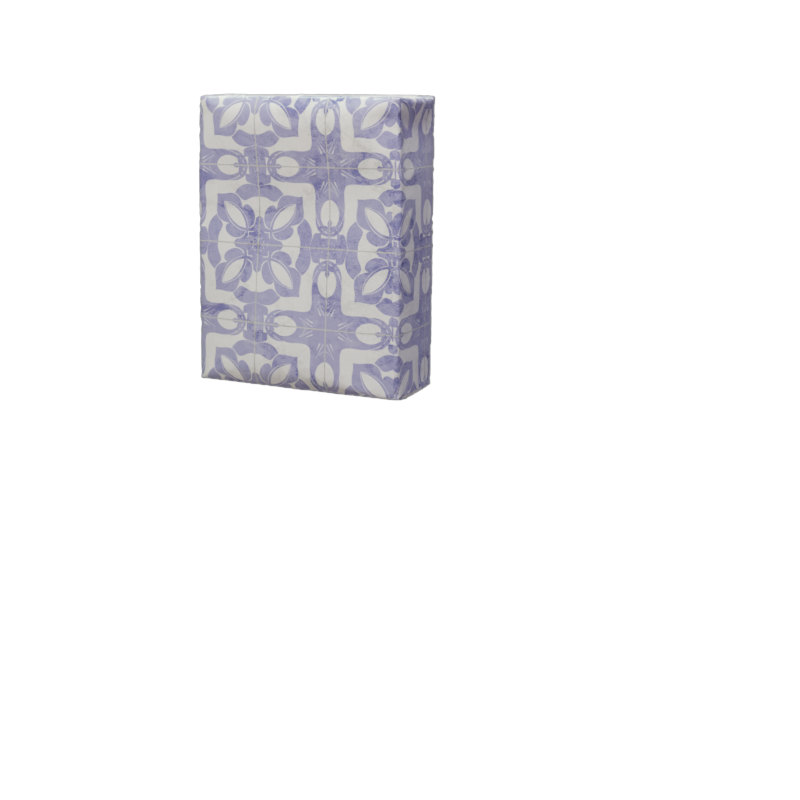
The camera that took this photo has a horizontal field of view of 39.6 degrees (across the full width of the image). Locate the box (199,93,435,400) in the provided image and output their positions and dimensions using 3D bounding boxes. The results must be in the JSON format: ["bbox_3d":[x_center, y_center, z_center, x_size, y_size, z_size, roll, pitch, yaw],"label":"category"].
[{"bbox_3d":[-0.063,-0.115,0.808,0.170,0.209,0.071,6,10,26],"label":"box"}]
